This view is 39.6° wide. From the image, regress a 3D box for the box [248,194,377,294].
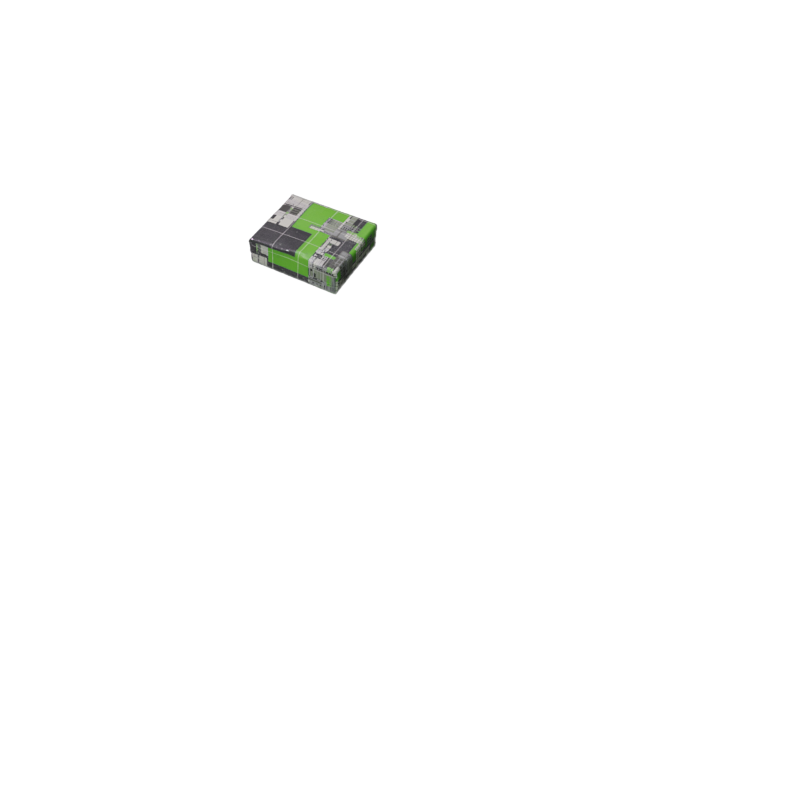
[{"bbox_3d":[-0.076,-0.139,0.971,0.093,0.028,0.075,22,49,20],"label":"box"}]
